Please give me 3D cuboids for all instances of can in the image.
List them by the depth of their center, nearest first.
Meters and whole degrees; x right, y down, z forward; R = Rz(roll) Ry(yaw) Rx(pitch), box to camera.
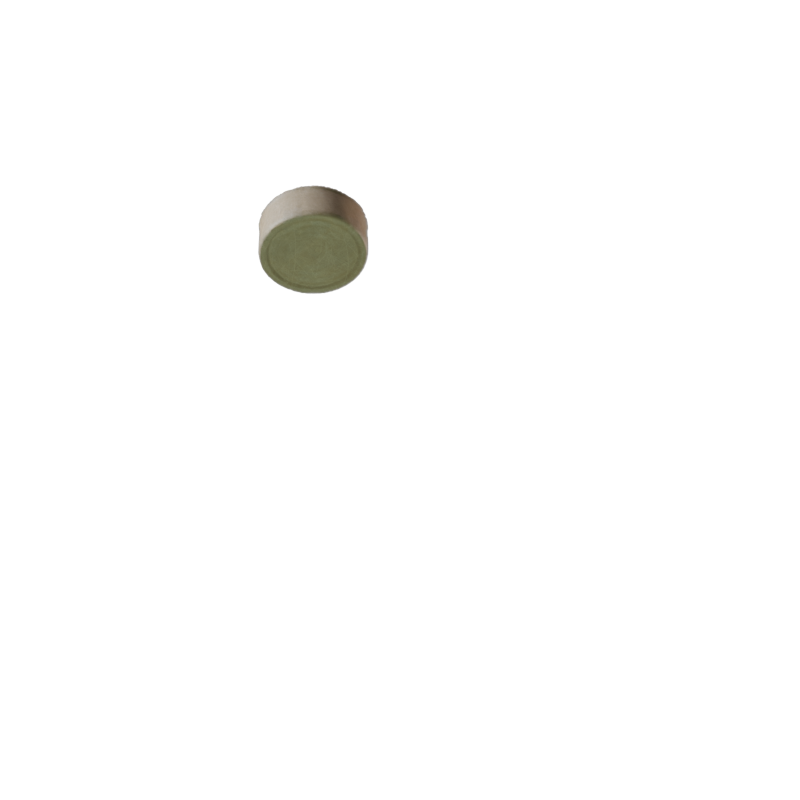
[{"bbox_3d":[-0.067,-0.123,0.858,0.086,0.036,0.080,1,-44,-1],"label":"can"}]
